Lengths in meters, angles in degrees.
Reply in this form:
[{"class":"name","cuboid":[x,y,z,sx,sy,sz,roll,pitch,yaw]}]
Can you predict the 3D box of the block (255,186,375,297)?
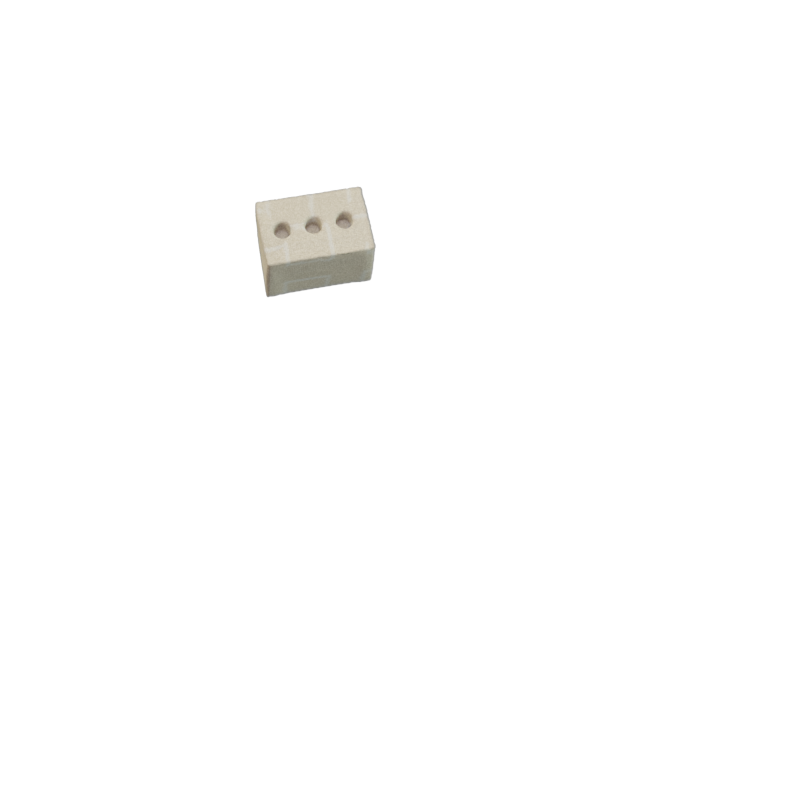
[{"class":"block","cuboid":[-0.062,-0.112,0.786,0.077,0.056,0.048,-10,-23,-6]}]
